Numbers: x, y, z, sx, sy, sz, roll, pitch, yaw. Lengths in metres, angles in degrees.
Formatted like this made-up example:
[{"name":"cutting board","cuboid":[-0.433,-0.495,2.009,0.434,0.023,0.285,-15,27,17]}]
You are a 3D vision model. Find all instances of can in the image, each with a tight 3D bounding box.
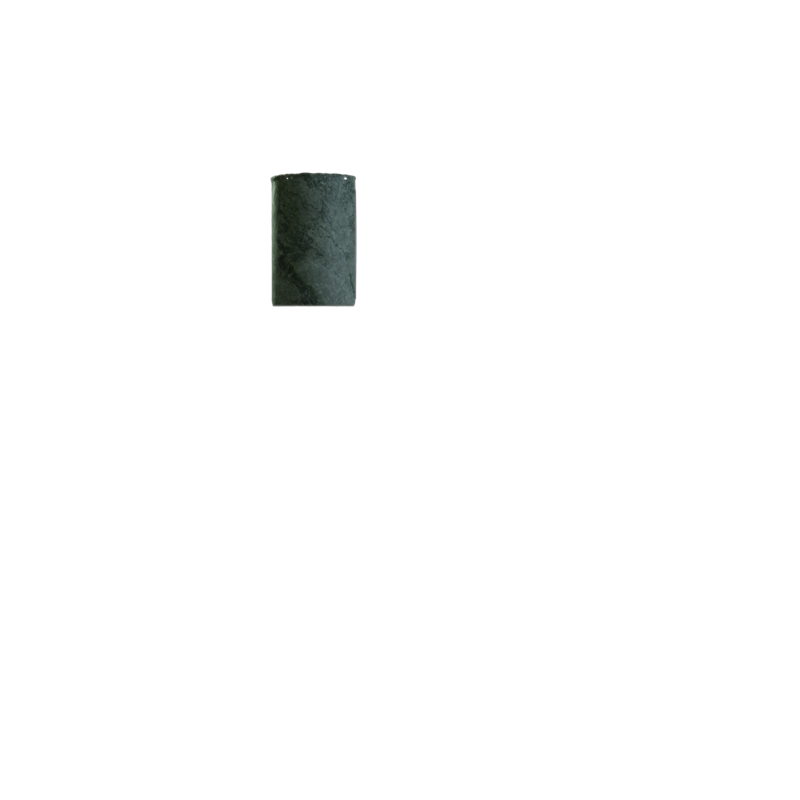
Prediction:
[{"name":"can","cuboid":[-0.068,-0.125,0.873,0.068,0.103,0.068,0,-1,-2]}]
